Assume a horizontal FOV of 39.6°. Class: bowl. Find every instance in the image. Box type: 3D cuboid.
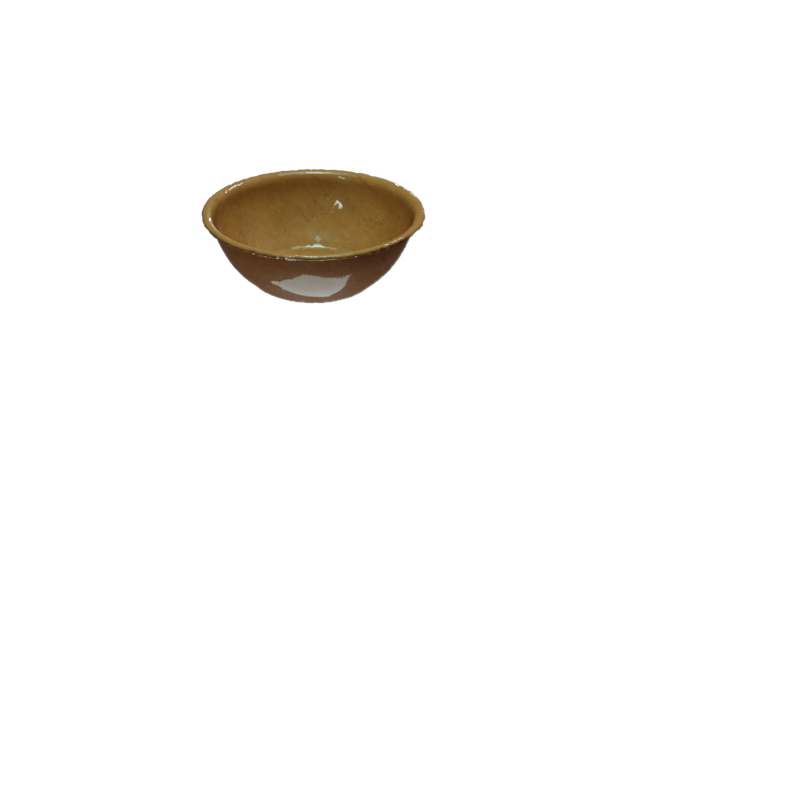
[{"bbox_3d":[-0.064,-0.116,0.812,0.162,0.052,0.172,-1,31,-2],"label":"bowl"}]
